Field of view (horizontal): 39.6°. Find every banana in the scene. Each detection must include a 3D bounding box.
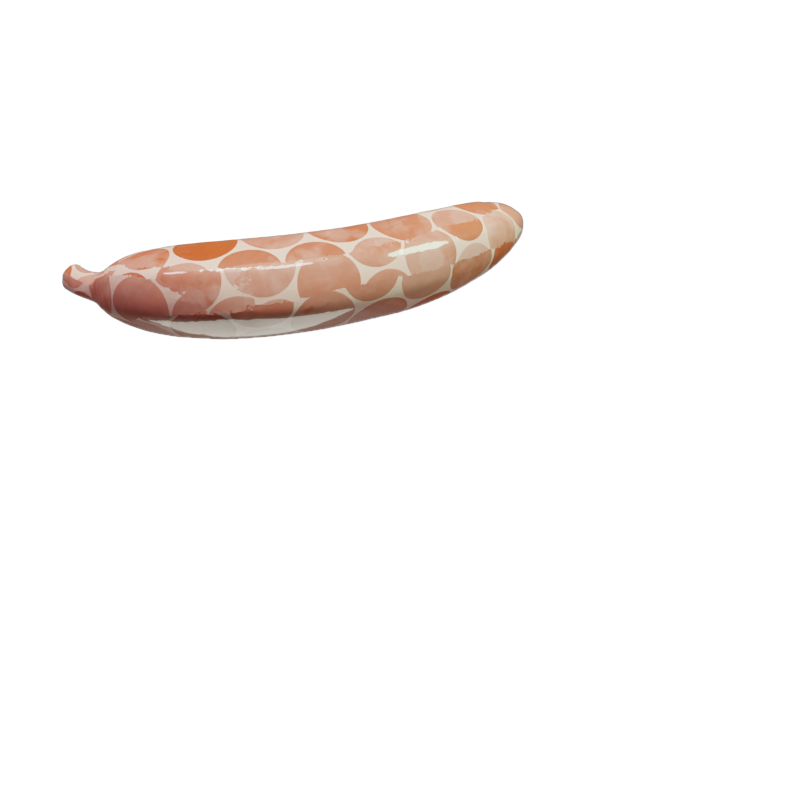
[{"bbox_3d":[-0.034,-0.055,0.442,0.195,0.035,0.075,-8,33,-12],"label":"banana"}]
